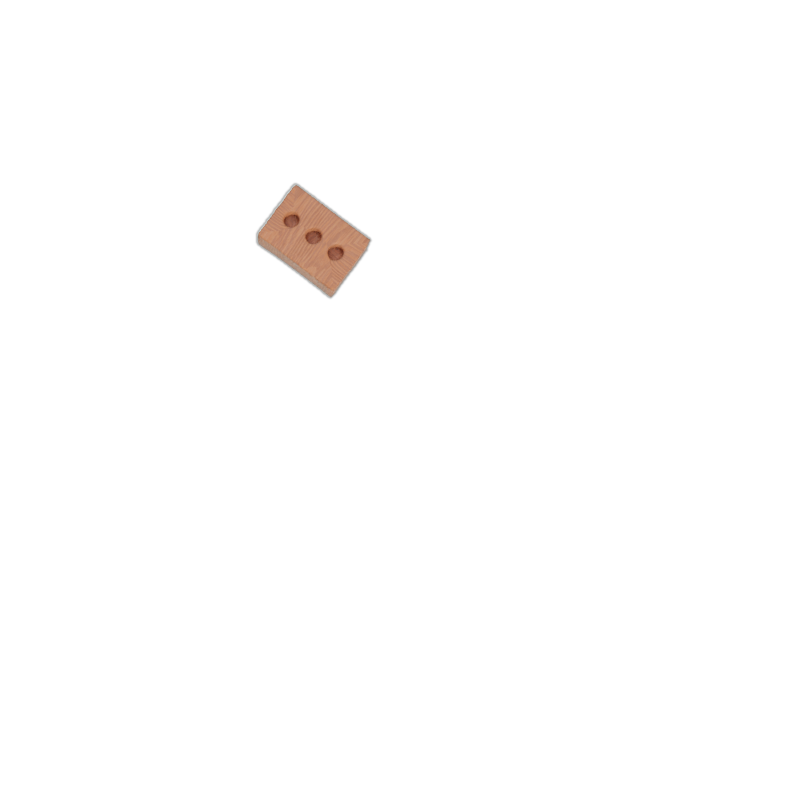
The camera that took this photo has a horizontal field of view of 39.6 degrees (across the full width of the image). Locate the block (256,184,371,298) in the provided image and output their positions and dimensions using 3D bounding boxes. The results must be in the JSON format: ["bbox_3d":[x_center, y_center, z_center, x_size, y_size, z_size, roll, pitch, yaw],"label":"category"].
[{"bbox_3d":[-0.070,-0.128,0.895,0.079,0.053,0.050,36,-7,4],"label":"block"}]
